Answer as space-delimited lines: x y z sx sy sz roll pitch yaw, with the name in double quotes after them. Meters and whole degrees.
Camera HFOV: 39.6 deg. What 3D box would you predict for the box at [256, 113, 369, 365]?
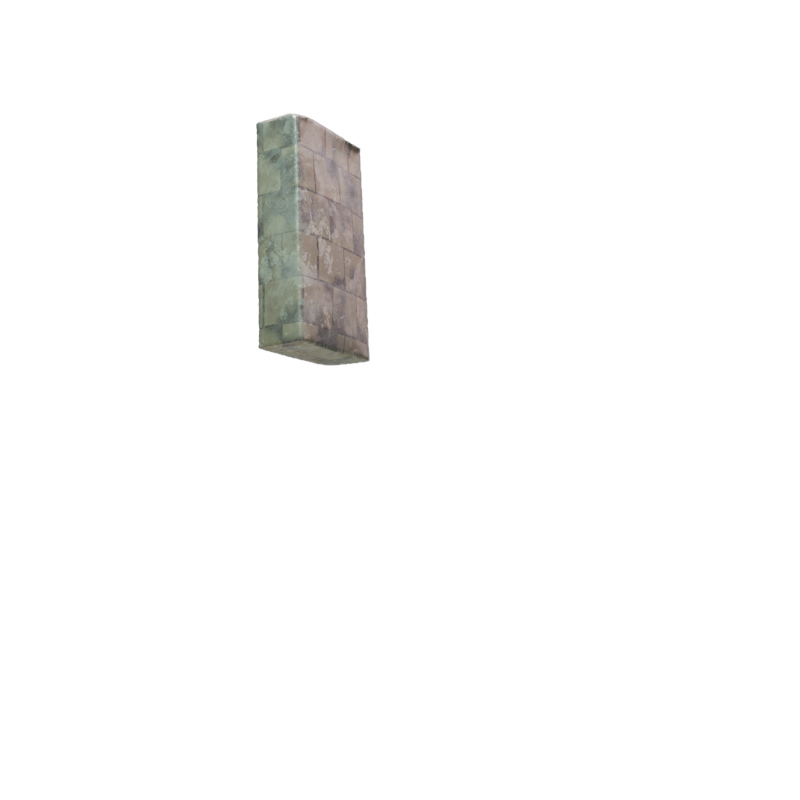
-0.065 -0.119 0.835 0.049 0.183 0.088 -11 -17 30 "box"
